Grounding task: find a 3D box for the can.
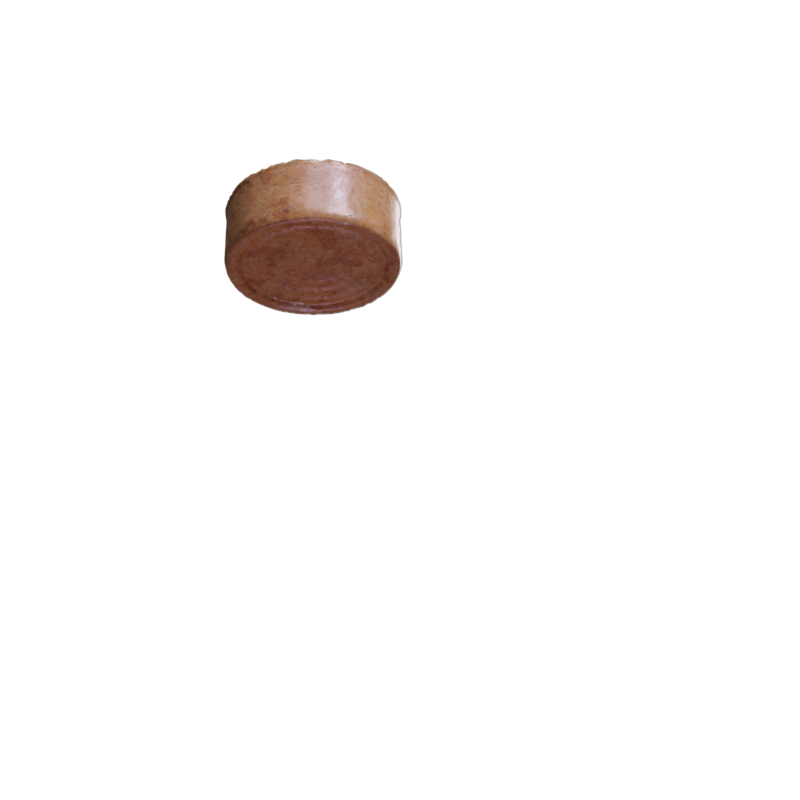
[{"bbox_3d":[-0.042,-0.076,0.531,0.086,0.036,0.081,1,-30,-2],"label":"can"}]
